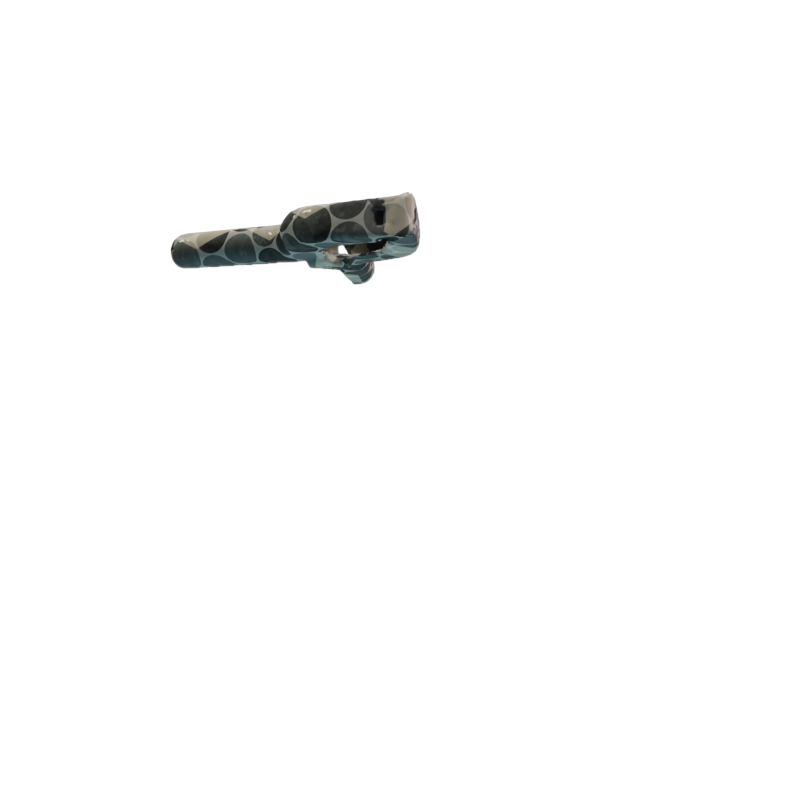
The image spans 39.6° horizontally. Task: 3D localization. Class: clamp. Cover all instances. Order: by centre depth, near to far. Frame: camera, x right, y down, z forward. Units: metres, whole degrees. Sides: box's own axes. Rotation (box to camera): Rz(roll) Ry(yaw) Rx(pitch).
[{"bbox_3d":[-0.060,-0.109,0.761,0.160,0.037,0.213,1,-3,-23],"label":"clamp"}]
